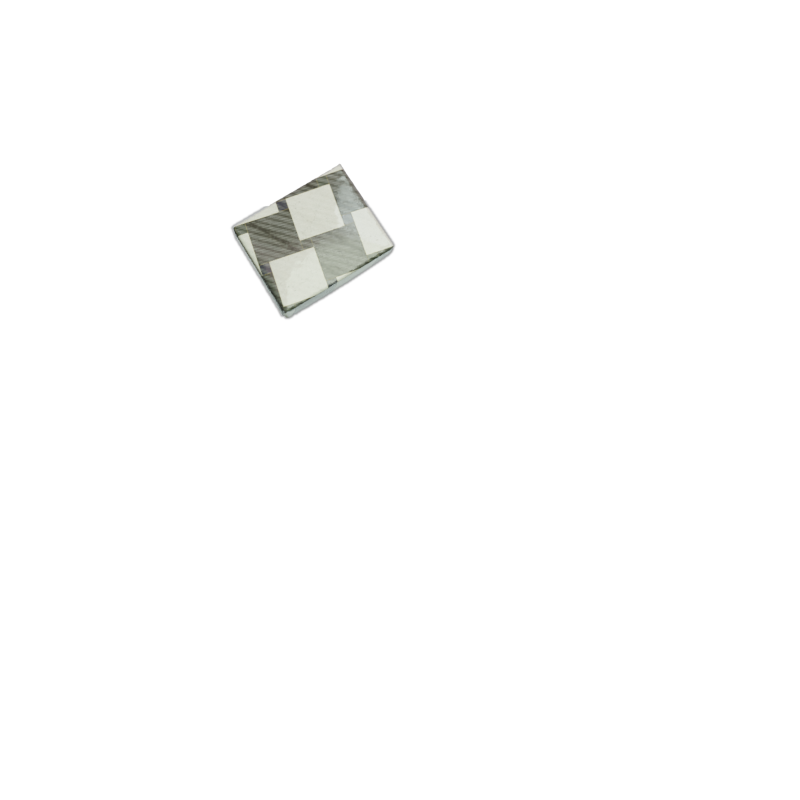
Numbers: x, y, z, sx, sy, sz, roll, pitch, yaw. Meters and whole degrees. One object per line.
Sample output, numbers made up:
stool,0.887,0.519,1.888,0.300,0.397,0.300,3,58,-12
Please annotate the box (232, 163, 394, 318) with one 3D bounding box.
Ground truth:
box,-0.075,-0.138,0.964,0.113,0.093,0.037,-31,-12,-8
